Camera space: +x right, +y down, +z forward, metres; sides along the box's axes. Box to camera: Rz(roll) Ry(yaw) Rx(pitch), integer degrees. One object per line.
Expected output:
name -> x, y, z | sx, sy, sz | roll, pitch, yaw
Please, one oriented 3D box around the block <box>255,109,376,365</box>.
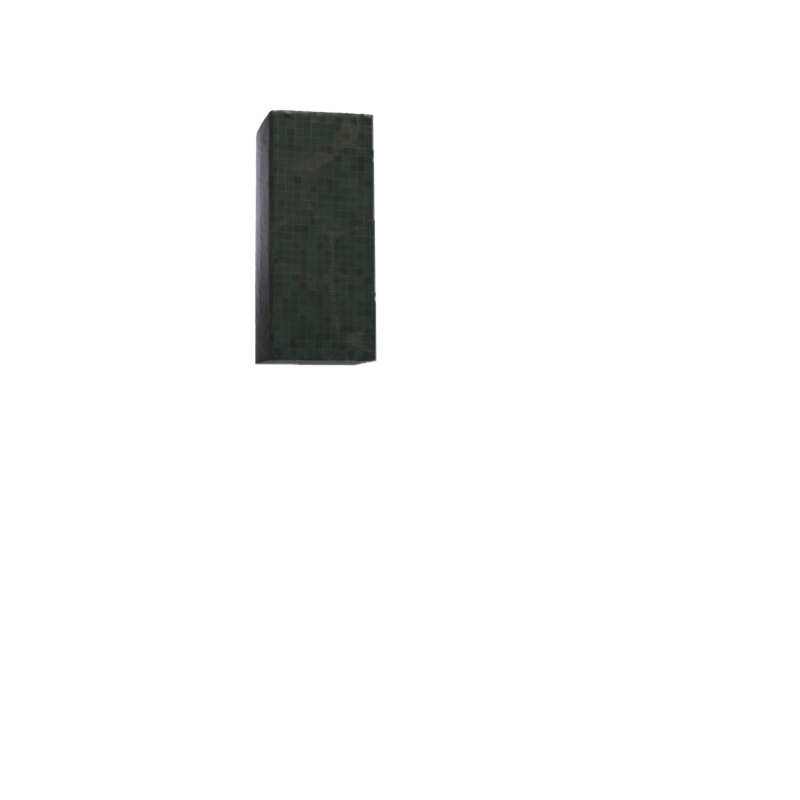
block -> -0.074, -0.135, 0.946 | 0.089, 0.210, 0.090 | 1, -8, -14
